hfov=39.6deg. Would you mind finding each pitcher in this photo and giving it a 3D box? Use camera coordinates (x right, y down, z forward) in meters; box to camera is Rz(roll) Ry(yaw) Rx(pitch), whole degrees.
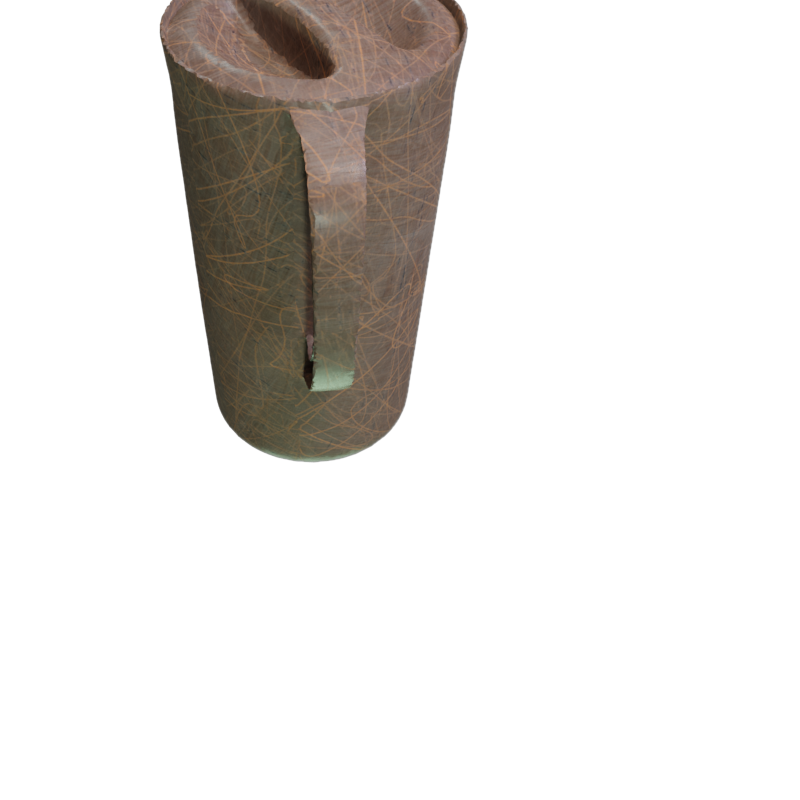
[{"bbox_3d":[-0.043,-0.078,0.543,0.153,0.227,0.151,27,47,25],"label":"pitcher"}]
